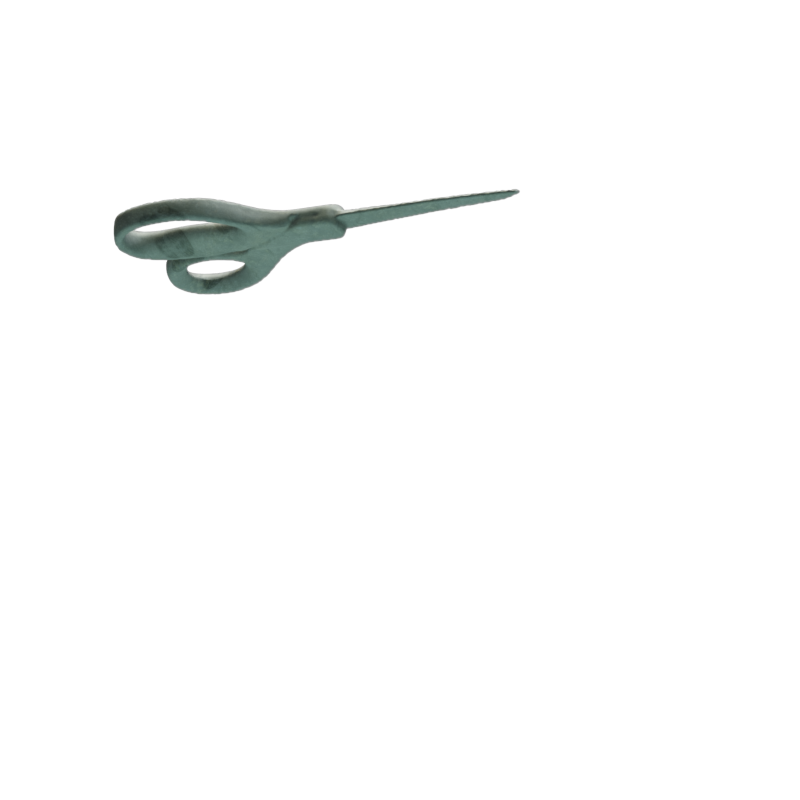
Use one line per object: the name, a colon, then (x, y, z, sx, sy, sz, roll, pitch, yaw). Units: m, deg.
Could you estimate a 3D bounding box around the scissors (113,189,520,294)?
scissors: (-0.045, -0.082, 0.573, 0.202, 0.017, 0.091, -1, -21, 2)
